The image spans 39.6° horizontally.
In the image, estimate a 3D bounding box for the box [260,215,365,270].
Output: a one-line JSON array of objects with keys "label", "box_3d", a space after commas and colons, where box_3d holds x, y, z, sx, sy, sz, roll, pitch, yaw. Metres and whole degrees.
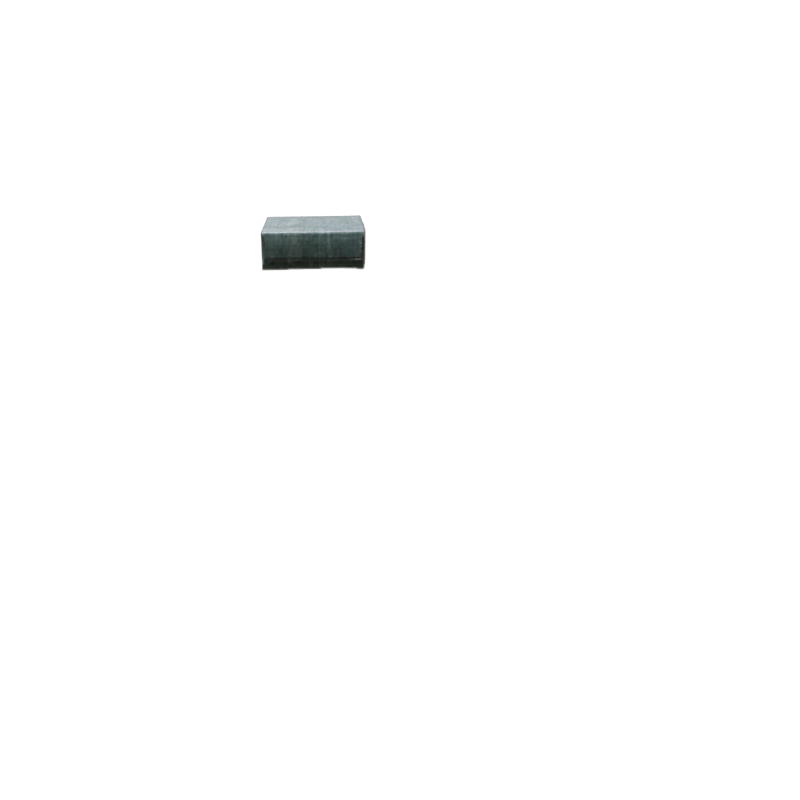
[{"label": "box", "box_3d": [-0.078, -0.142, 0.994, 0.090, 0.038, 0.116, 0, 13, -3]}]
